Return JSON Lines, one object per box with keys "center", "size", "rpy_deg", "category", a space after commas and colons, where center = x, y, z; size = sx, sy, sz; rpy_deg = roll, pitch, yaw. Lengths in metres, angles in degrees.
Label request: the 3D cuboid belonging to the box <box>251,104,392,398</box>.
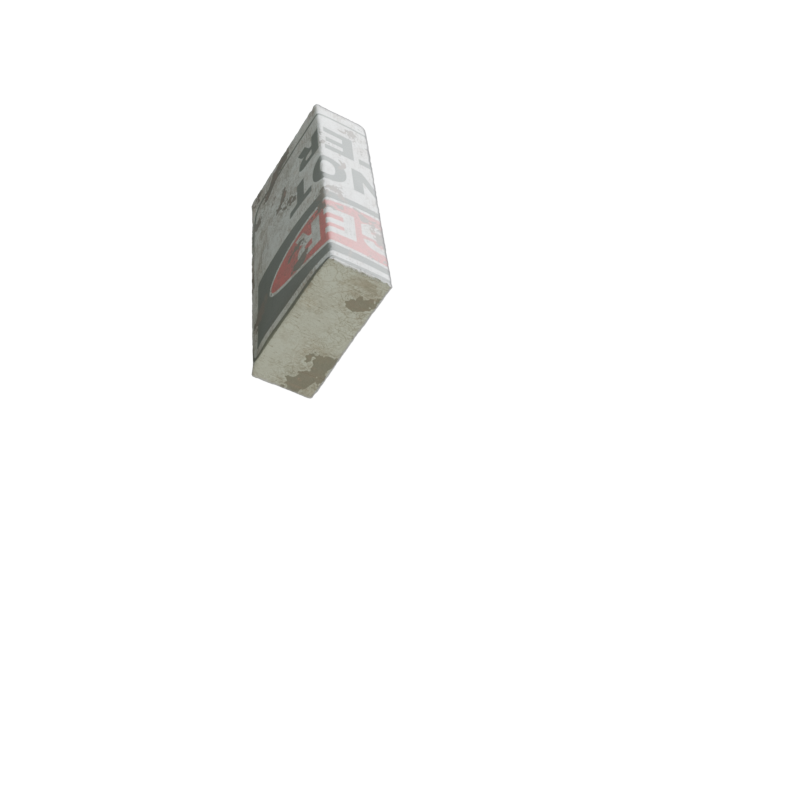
{"center": [-0.052, -0.095, 0.667], "size": [0.046, 0.091, 0.189], "rpy_deg": [25, 33, -22], "category": "box"}
